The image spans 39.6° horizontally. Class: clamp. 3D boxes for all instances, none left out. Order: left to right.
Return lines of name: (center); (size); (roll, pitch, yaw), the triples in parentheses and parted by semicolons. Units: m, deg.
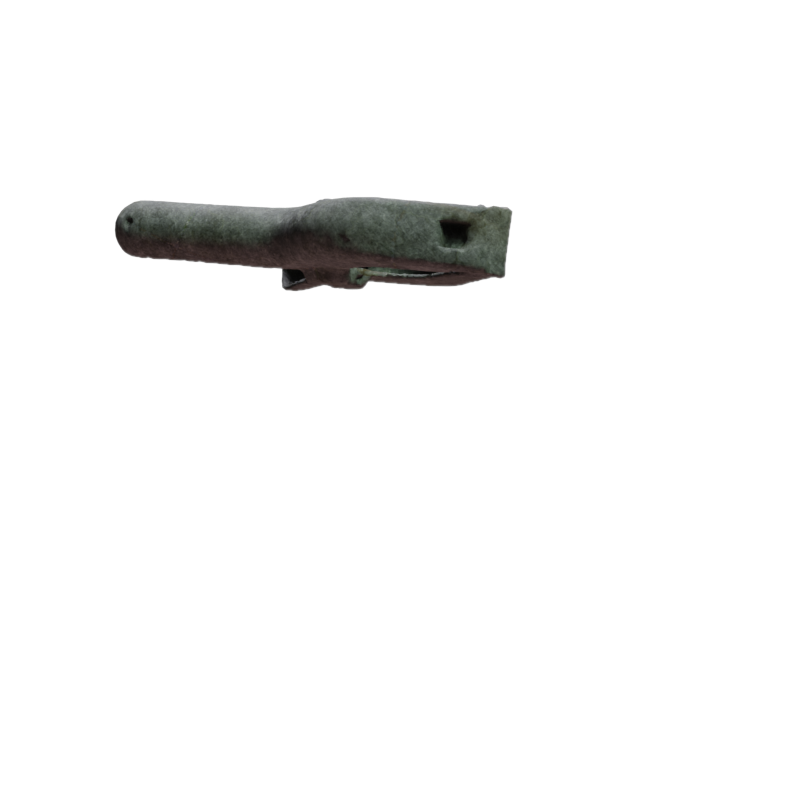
clamp: (-0.037, -0.067, 0.468); (0.115, 0.039, 0.177); (-1, 1, -42)
